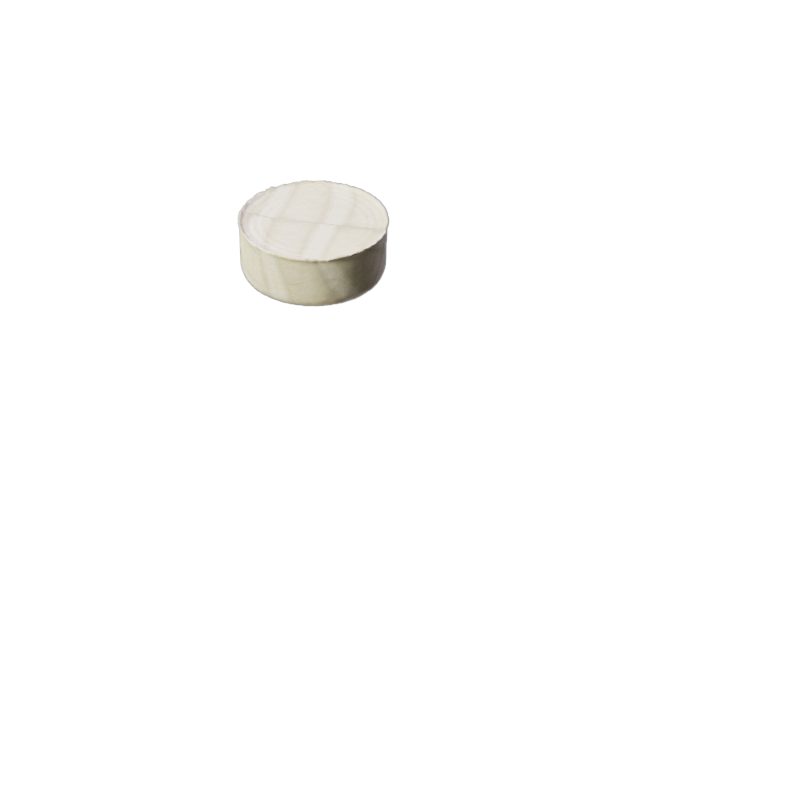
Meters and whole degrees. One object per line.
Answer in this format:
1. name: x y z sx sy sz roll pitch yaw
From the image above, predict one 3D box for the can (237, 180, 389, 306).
1. can: -0.050 -0.091 0.635 0.086 0.031 0.092 -1 38 -2
